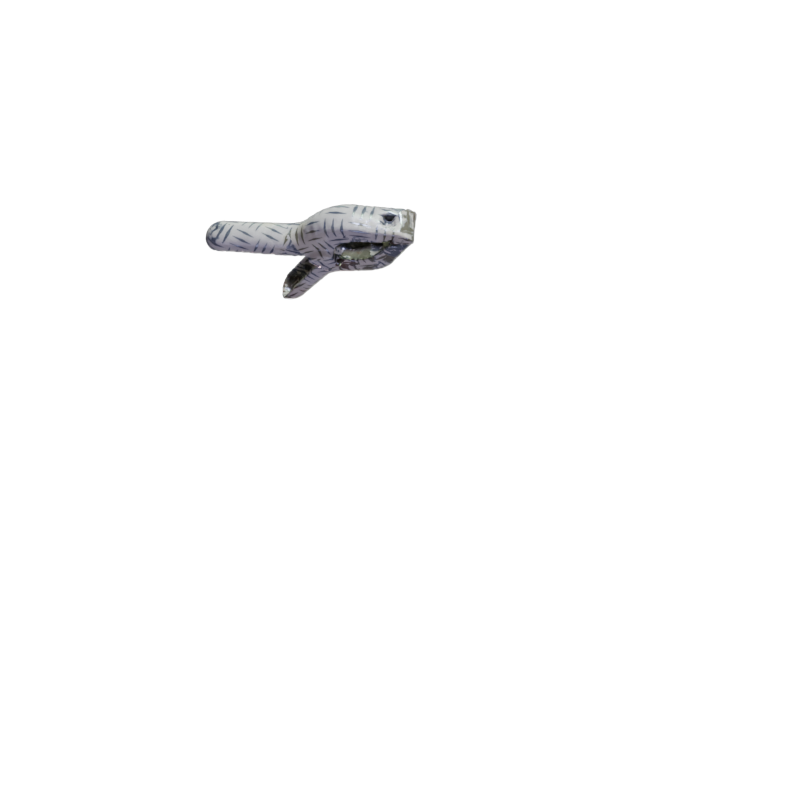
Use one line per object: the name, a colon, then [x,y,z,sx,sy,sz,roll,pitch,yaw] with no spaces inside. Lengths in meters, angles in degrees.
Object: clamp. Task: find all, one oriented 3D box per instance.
clamp: [-0.070,-0.128,0.898,0.174,0.041,0.113,-16,-24,39]
